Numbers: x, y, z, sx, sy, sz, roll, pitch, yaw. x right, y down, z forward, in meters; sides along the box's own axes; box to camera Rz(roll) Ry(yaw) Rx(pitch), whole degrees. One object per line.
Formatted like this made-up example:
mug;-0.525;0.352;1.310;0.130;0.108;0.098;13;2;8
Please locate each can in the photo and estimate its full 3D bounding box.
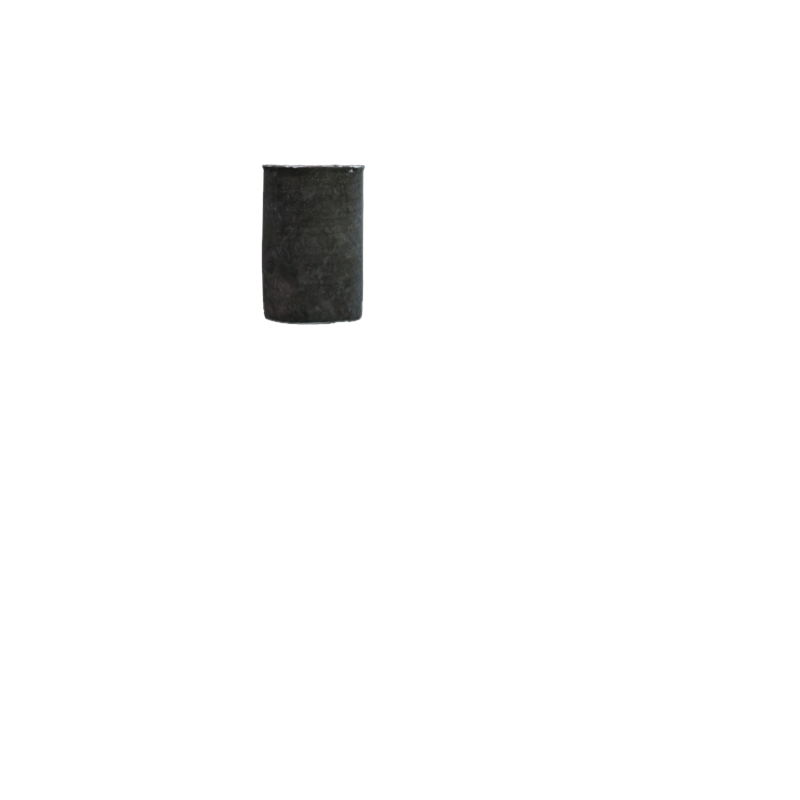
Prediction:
can;-0.057;-0.105;0.734;0.068;0.101;0.070;0;7;-2
